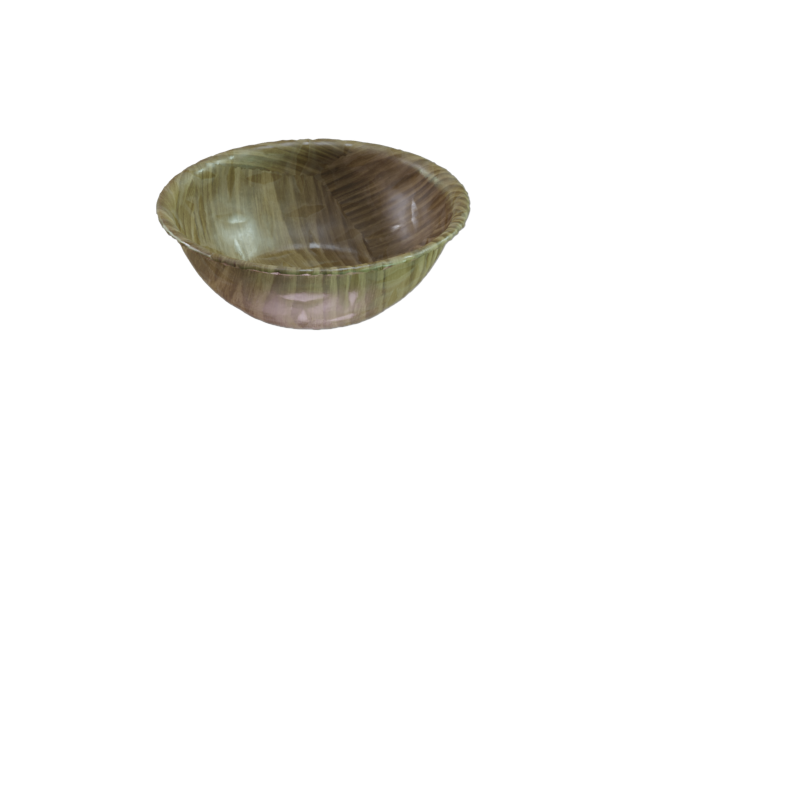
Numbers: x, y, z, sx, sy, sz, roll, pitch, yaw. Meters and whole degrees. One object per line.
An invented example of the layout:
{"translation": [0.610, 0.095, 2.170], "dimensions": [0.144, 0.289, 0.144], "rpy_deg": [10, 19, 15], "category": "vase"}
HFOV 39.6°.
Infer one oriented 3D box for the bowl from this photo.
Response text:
{"translation": [-0.046, -0.084, 0.585], "dimensions": [0.162, 0.052, 0.173], "rpy_deg": [-1, 33, -2], "category": "bowl"}
